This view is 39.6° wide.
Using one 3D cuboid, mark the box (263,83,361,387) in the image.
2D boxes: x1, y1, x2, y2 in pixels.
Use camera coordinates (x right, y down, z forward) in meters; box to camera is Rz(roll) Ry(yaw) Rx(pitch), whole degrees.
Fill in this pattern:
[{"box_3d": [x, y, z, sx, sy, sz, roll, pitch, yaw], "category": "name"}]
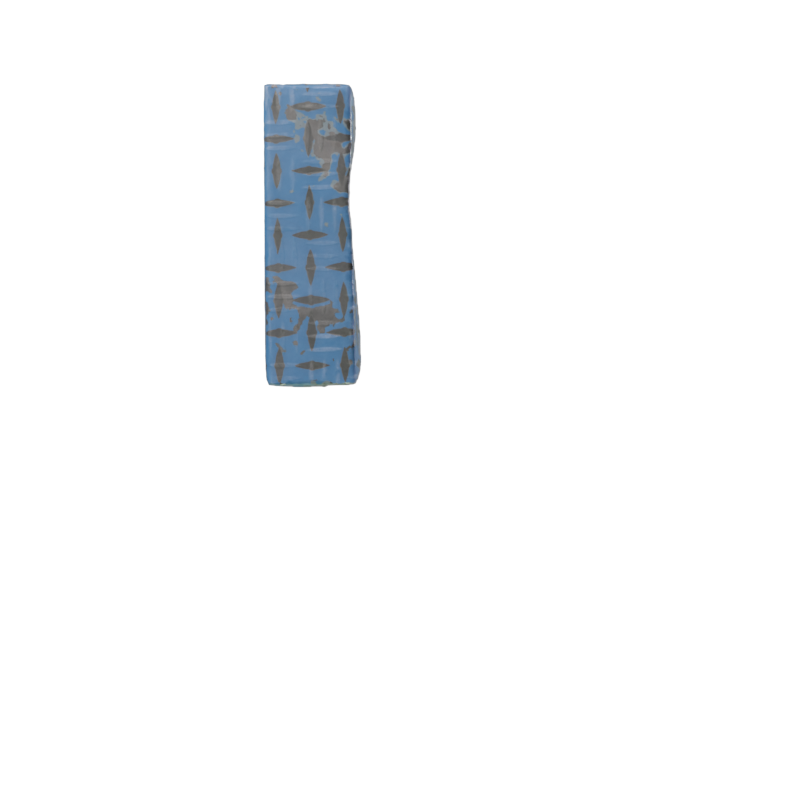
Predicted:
[{"box_3d": [-0.067, -0.122, 0.854, 0.072, 0.215, 0.164, 0, -1, -3], "category": "box"}]
